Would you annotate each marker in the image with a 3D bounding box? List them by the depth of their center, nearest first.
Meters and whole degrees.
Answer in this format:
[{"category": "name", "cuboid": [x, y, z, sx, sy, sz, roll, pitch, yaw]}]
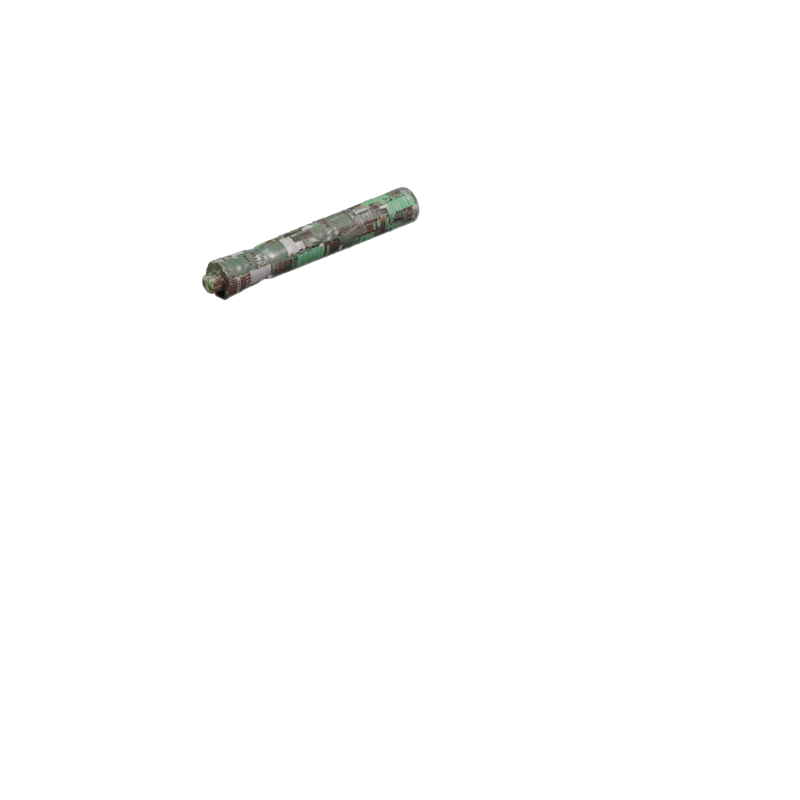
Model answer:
[{"category": "marker", "cuboid": [-0.041, -0.075, 0.524, 0.120, 0.019, 0.021, -27, 19, -33]}]
